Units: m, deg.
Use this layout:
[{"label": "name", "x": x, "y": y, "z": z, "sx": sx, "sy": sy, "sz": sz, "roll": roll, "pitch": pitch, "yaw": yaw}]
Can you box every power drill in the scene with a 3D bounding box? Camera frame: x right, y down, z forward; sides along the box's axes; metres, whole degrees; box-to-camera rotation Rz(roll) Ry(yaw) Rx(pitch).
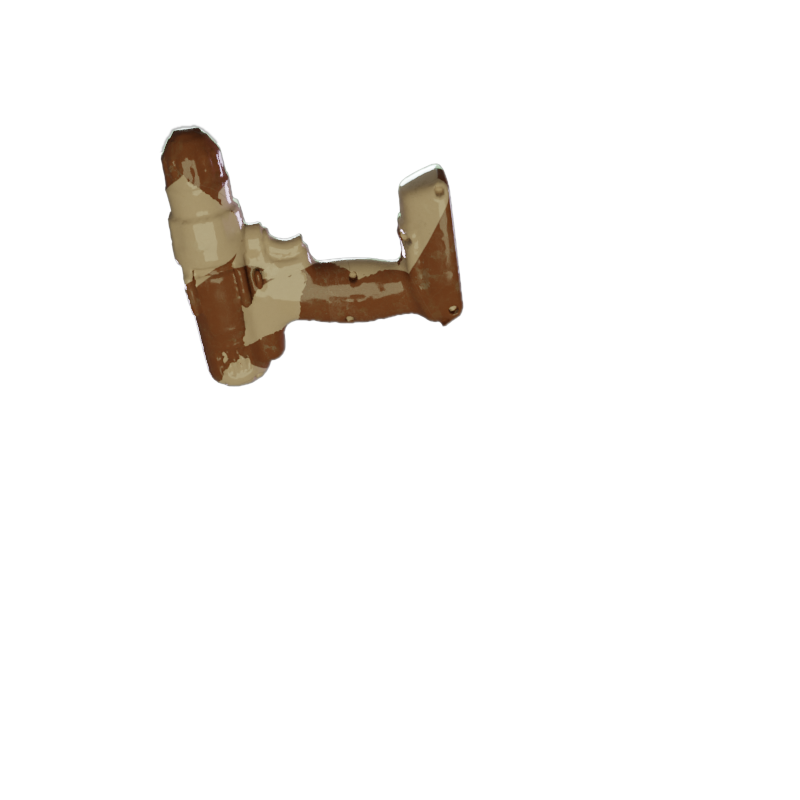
[{"label": "power drill", "x": -0.058, "y": -0.106, "z": 0.744, "sx": 0.188, "sy": 0.174, "sz": 0.061, "roll": -8, "pitch": 25, "yaw": 4}]
